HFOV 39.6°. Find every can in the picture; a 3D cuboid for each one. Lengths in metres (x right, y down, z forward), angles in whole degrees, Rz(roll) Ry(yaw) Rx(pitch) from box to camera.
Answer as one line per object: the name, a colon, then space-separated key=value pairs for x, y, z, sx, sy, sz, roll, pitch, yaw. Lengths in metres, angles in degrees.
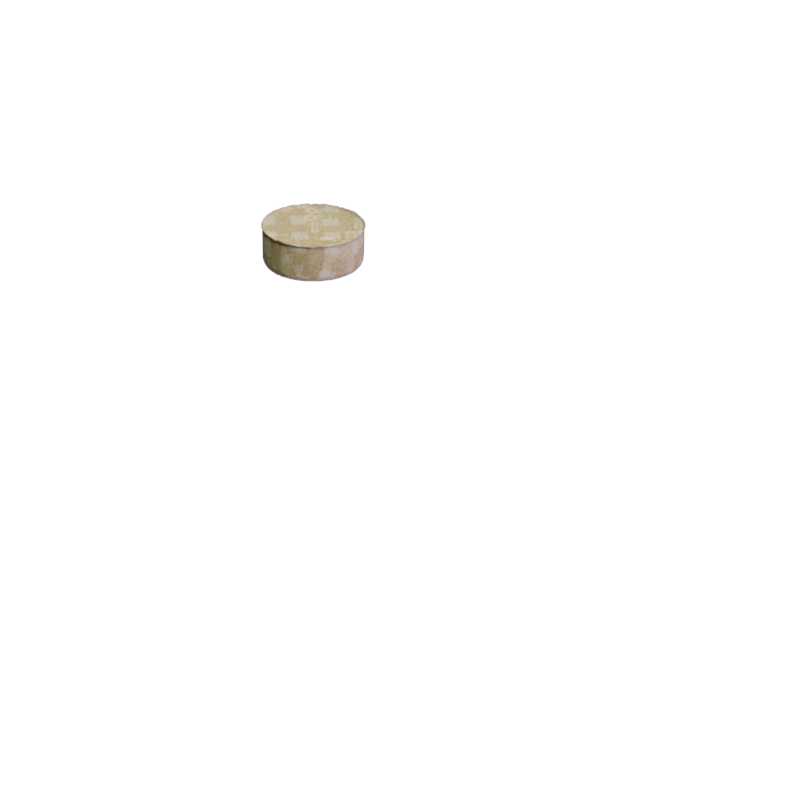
can: x=-0.072 y=-0.131 z=0.918 sx=0.086 sy=0.032 sz=0.091 roll=-1 pitch=31 yaw=-2
